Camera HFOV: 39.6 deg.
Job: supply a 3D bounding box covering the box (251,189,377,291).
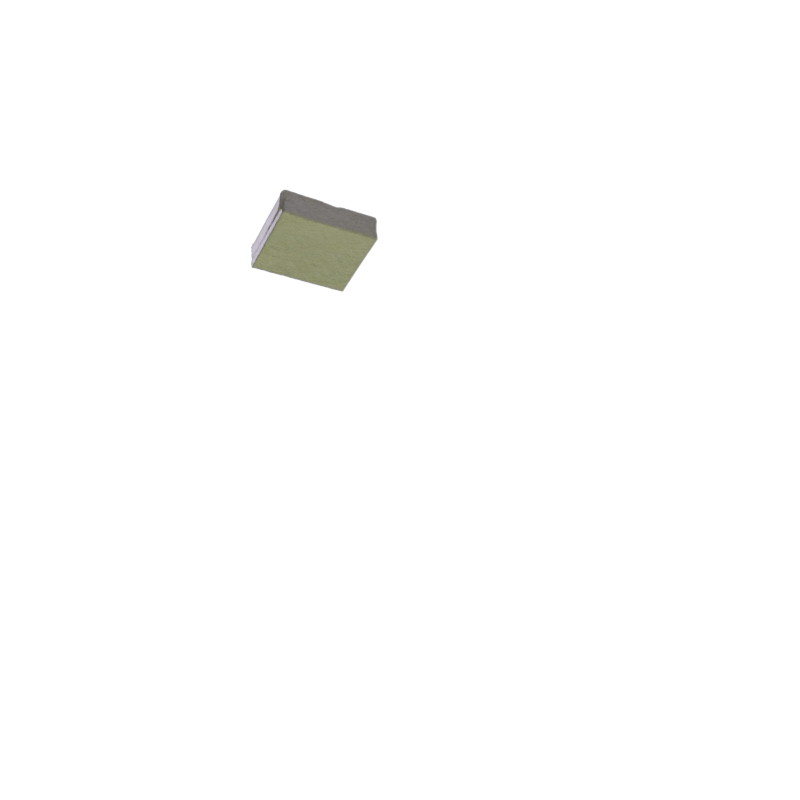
[{"bbox_3d":[-0.074,-0.135,0.945,0.086,0.032,0.070,16,-43,-18],"label":"box"}]
